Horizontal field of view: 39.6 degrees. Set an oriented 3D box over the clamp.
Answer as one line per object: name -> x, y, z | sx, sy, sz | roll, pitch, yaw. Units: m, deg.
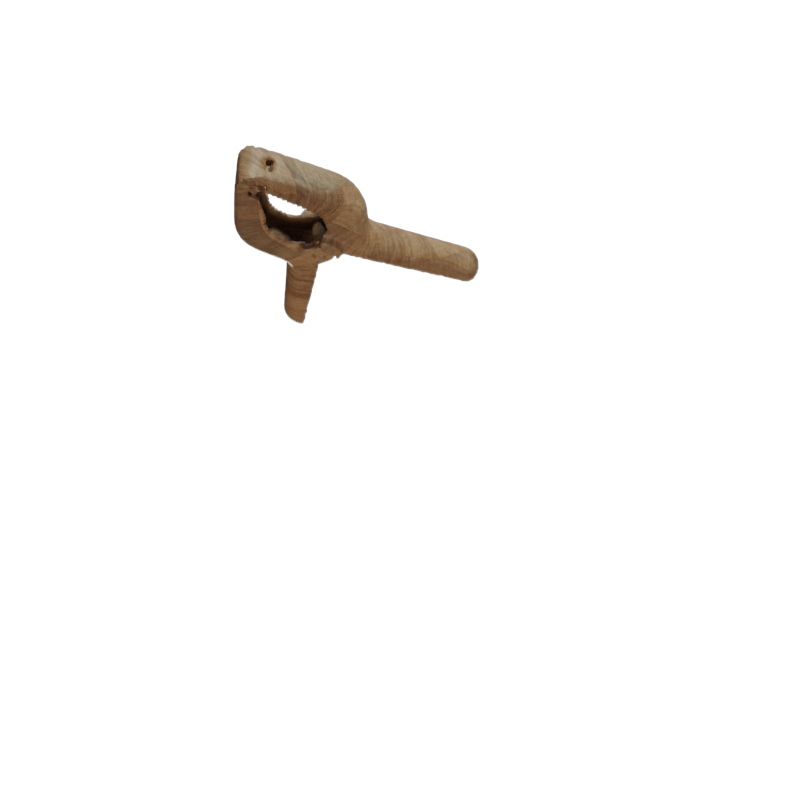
clamp -> -0.063, -0.115, 0.806 | 0.166, 0.039, 0.195 | -17, -31, 32
